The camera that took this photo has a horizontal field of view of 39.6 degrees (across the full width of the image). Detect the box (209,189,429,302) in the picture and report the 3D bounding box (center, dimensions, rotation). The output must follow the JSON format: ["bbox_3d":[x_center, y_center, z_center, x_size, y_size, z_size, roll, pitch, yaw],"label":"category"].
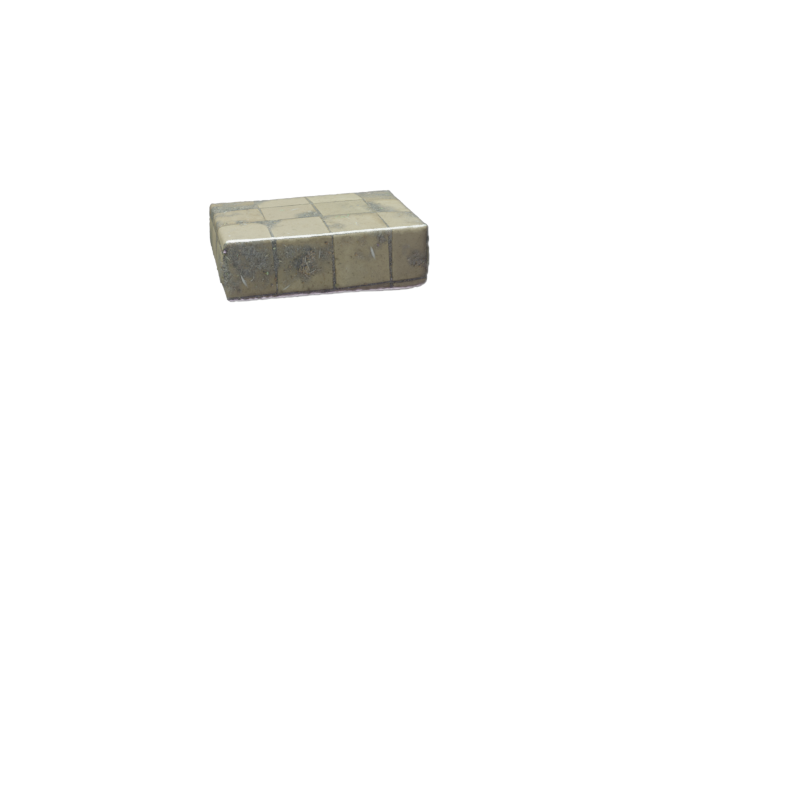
[{"bbox_3d":[-0.049,-0.089,0.626,0.112,0.037,0.095,-4,23,-11],"label":"box"}]
